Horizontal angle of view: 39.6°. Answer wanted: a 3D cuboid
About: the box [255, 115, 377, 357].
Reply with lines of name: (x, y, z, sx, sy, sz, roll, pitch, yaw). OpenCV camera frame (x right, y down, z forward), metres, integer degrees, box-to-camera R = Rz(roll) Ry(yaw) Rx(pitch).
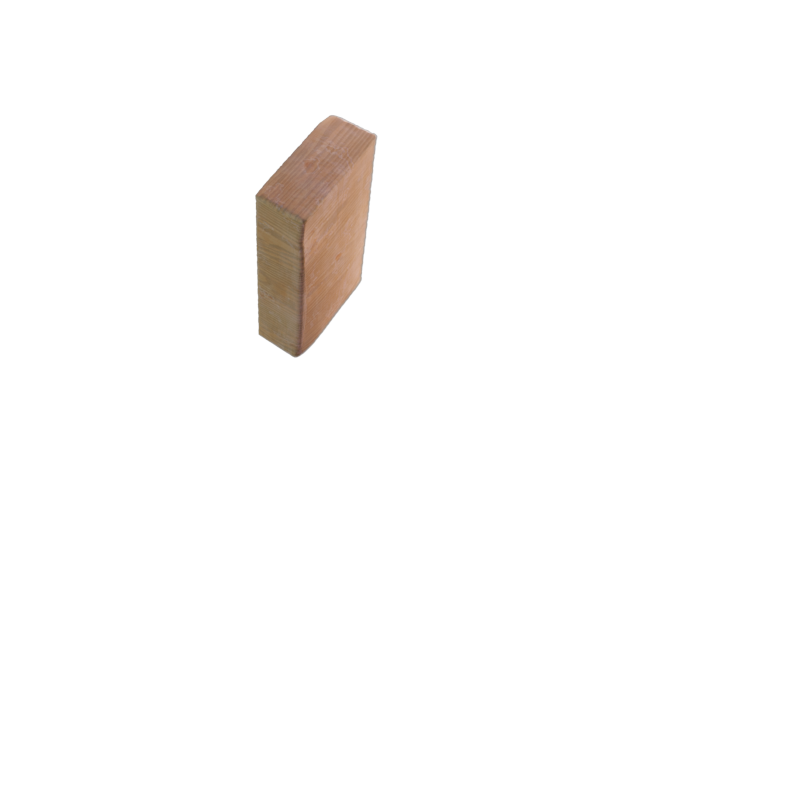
box: (-0.063, -0.114, 0.797, 0.050, 0.096, 0.165, 28, -30, 13)
